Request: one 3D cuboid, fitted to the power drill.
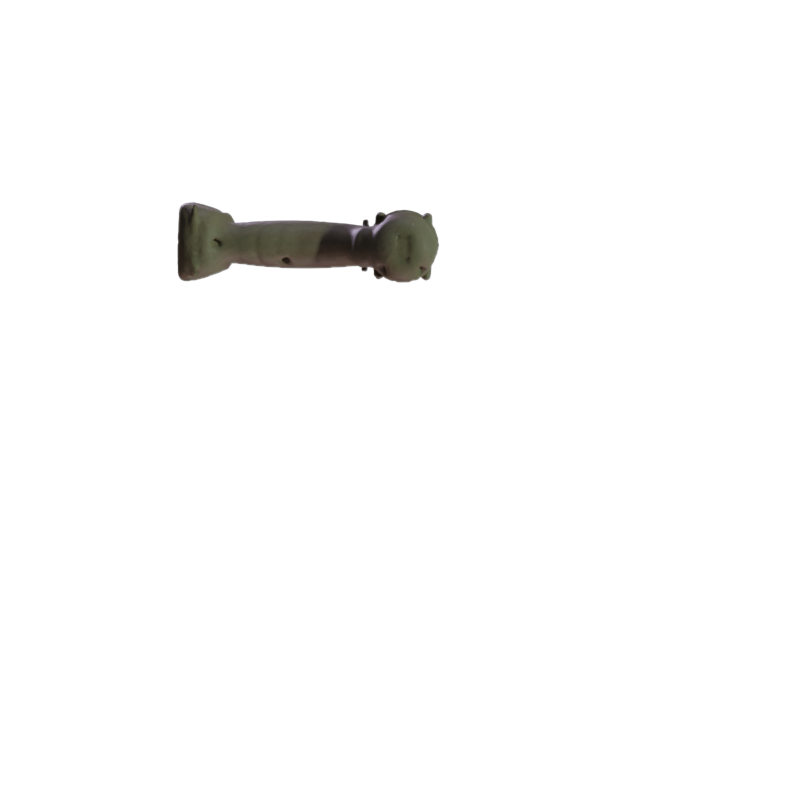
[{"bbox_3d":[-0.065,-0.119,0.831,0.188,0.057,0.185,0,7,2],"label":"power drill"}]
